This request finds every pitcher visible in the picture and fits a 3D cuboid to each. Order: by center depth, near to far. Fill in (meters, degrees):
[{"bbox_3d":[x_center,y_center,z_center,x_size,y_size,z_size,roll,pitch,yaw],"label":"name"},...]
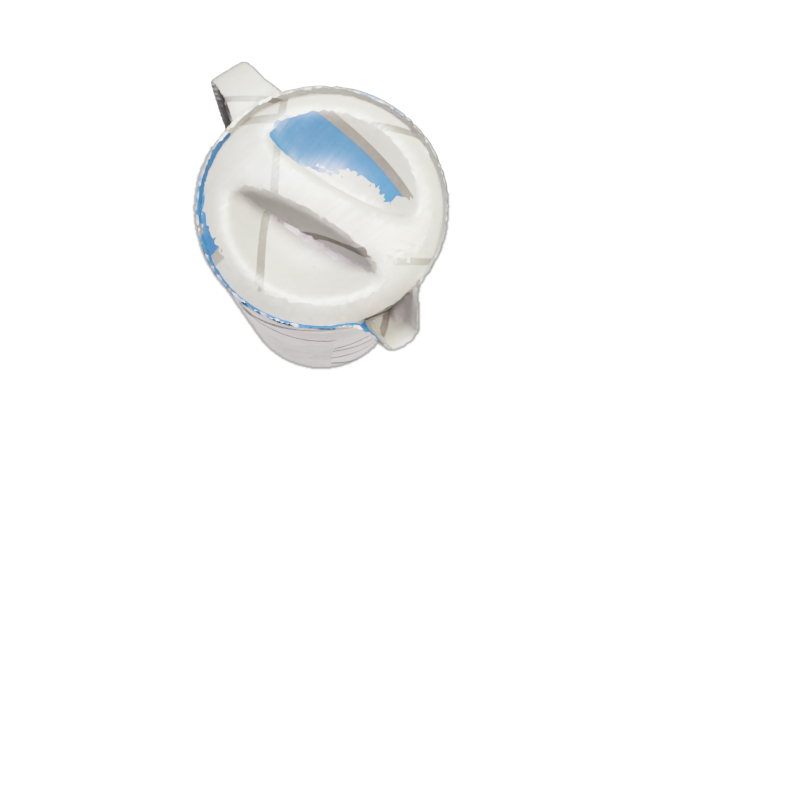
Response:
[{"bbox_3d":[-0.054,-0.098,0.690,0.145,0.153,0.237,12,-9,-1],"label":"pitcher"}]
